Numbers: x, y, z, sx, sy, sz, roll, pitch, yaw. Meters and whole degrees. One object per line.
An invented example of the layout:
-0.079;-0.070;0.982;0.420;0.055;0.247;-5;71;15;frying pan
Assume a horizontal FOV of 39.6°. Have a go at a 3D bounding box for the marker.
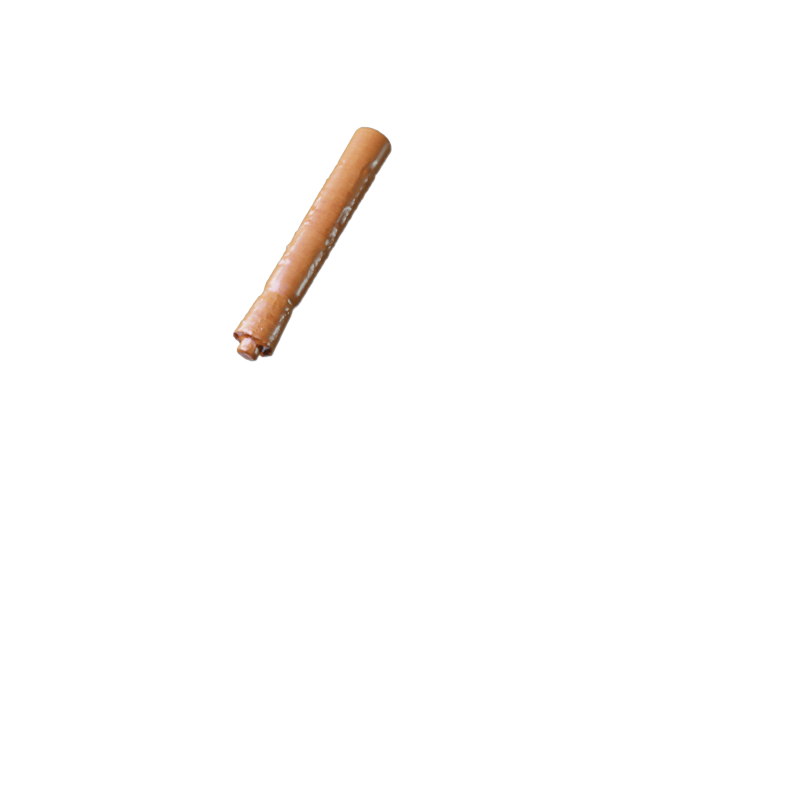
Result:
-0.038;-0.069;0.482;0.020;0.125;0.019;23;-25;9;marker
